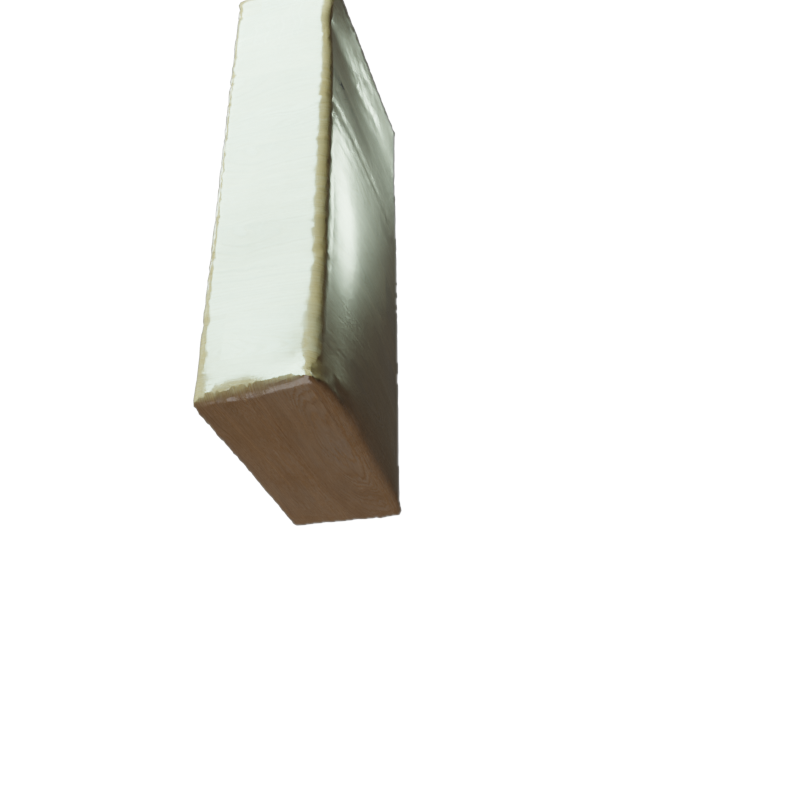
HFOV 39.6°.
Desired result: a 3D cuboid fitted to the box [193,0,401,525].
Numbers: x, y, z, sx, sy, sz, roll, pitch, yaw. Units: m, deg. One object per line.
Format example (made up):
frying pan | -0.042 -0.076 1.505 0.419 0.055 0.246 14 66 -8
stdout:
box | -0.032 -0.057 0.400 0.048 0.189 0.086 -12 -36 12
